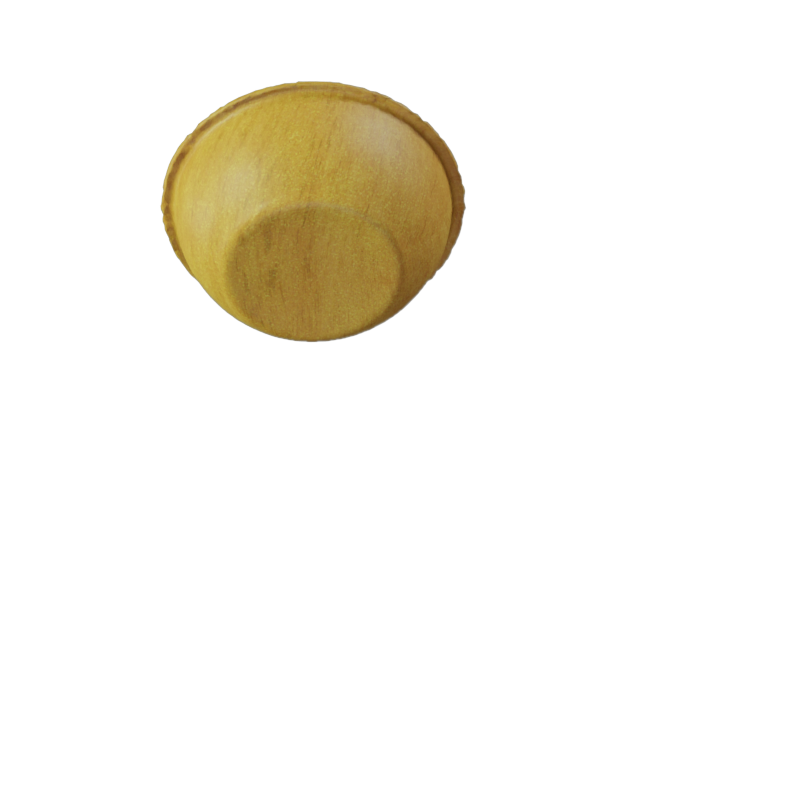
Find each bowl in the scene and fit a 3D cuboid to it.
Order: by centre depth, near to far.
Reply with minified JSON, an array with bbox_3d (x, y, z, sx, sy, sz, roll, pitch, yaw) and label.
[{"bbox_3d":[-0.045,-0.082,0.573,0.162,0.151,0.059,1,42,-1],"label":"bowl"}]
